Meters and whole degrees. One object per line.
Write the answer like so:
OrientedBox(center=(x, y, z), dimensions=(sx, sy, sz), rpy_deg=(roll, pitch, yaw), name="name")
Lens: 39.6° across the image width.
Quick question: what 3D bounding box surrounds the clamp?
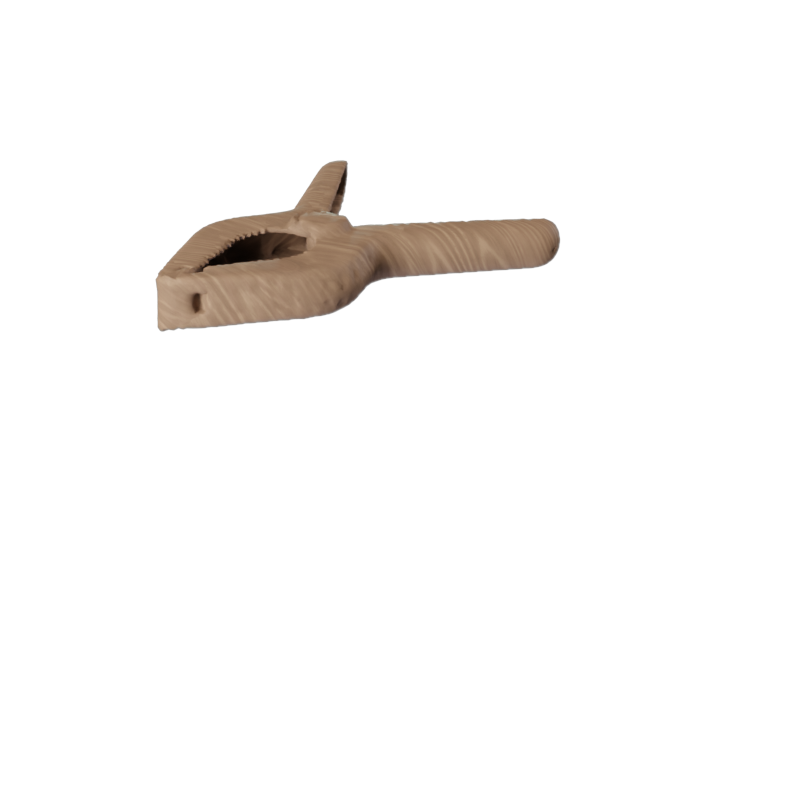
OrientedBox(center=(-0.045, -0.082, 0.575), dimensions=(0.207, 0.035, 0.176), rpy_deg=(-21, 34, -35), name="clamp")
